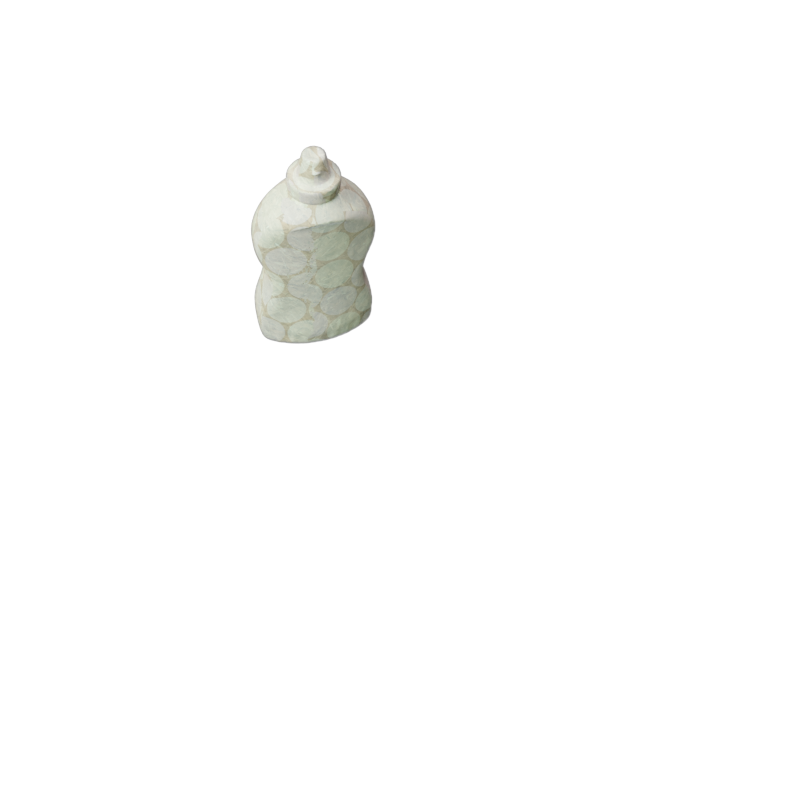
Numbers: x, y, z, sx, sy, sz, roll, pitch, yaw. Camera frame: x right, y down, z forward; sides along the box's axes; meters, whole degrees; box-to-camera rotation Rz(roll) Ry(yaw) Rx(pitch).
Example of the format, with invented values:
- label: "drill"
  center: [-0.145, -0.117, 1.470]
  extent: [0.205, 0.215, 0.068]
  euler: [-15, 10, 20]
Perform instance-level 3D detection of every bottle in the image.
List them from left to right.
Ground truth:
- label: "bottle"
  center: [-0.068, -0.124, 0.870]
  extent: [0.095, 0.063, 0.179]
  euler: [-9, -37, -10]
